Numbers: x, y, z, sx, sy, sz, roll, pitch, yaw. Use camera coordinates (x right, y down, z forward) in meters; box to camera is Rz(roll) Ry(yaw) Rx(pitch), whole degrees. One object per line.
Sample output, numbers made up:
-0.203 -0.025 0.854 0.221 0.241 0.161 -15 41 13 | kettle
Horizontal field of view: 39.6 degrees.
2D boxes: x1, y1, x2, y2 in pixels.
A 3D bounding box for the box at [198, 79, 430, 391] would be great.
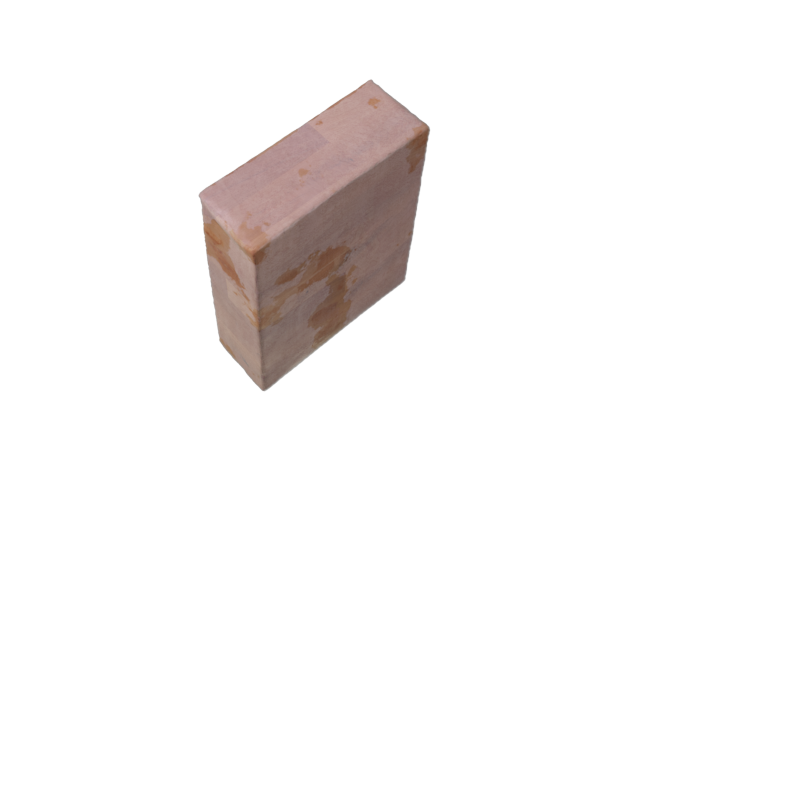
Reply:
-0.067 -0.122 0.851 0.165 0.076 0.201 -39 -19 -21 | box
